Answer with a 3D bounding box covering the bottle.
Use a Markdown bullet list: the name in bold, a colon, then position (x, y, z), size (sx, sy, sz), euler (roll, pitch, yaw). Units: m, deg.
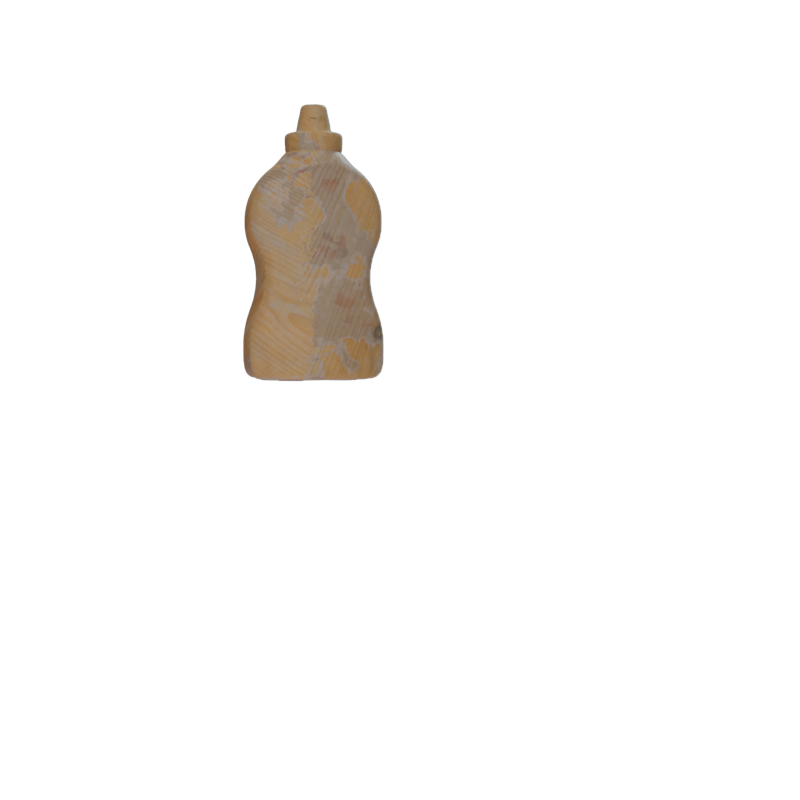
- **bottle**: position (-0.061, -0.111, 0.777), size (0.094, 0.193, 0.059), euler (0, -3, -13)
